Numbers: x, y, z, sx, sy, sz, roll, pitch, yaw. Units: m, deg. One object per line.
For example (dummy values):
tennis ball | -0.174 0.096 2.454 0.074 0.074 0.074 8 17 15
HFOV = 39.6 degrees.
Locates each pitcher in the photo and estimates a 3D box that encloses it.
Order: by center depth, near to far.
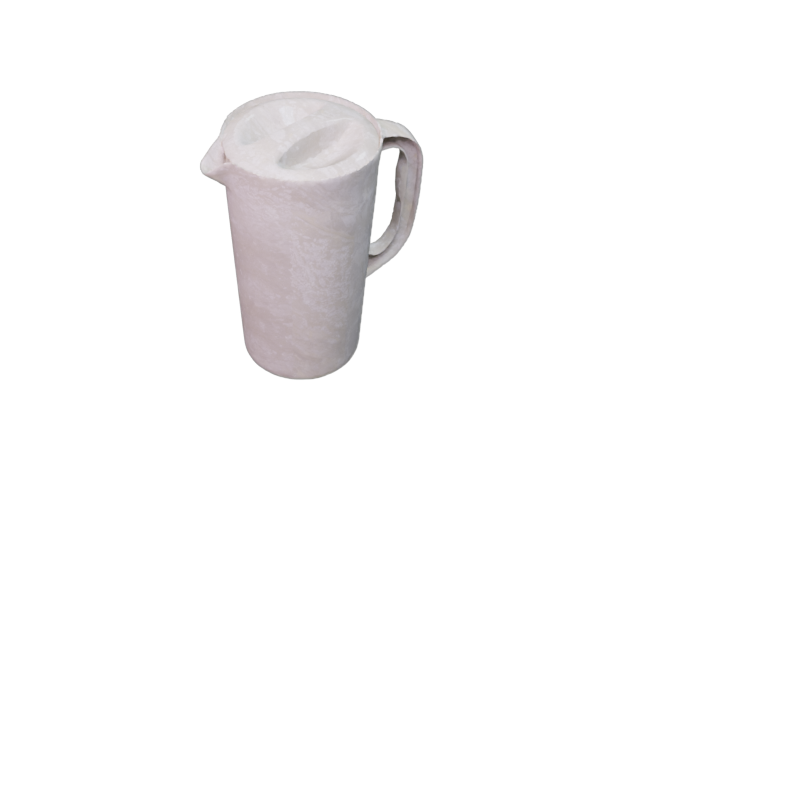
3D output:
pitcher | -0.076 -0.138 0.969 0.155 0.226 0.150 19 45 17
